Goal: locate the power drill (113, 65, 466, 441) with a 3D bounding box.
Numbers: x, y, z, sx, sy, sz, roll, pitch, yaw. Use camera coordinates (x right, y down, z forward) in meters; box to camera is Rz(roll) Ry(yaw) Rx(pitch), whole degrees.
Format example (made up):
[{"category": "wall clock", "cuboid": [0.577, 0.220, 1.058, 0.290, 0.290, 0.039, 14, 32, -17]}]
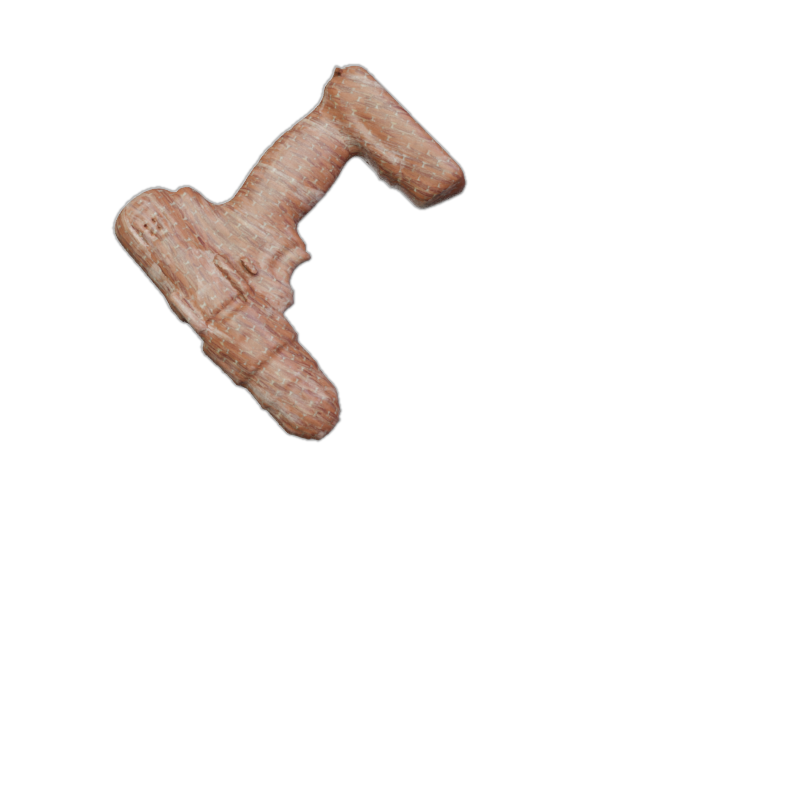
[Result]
[{"category": "power drill", "cuboid": [-0.053, -0.096, 0.672, 0.188, 0.188, 0.056, -41, -6, -6]}]
